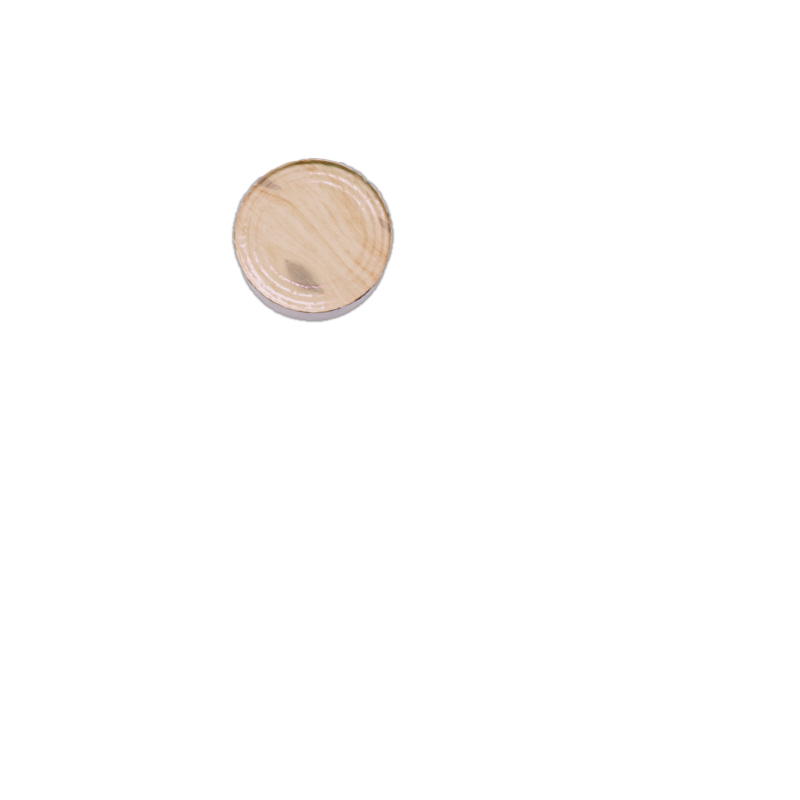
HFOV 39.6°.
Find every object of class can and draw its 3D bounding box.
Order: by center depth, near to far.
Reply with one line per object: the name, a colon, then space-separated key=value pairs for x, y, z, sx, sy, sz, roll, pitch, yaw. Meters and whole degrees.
can: x=-0.048 y=-0.087 z=0.609 sx=0.086 sy=0.089 sz=0.032 roll=0 pitch=-13 yaw=-1
